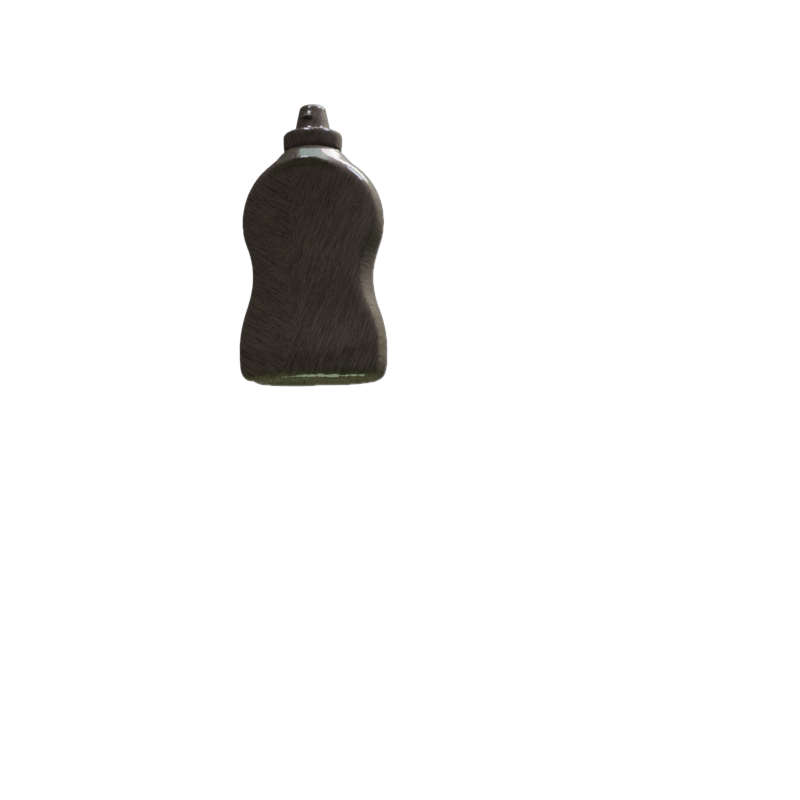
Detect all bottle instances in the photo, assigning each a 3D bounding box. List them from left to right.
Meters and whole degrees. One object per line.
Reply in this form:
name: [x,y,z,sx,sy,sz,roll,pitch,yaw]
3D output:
bottle: [-0.059,-0.108,0.754,0.098,0.198,0.056,-4,-13,15]
